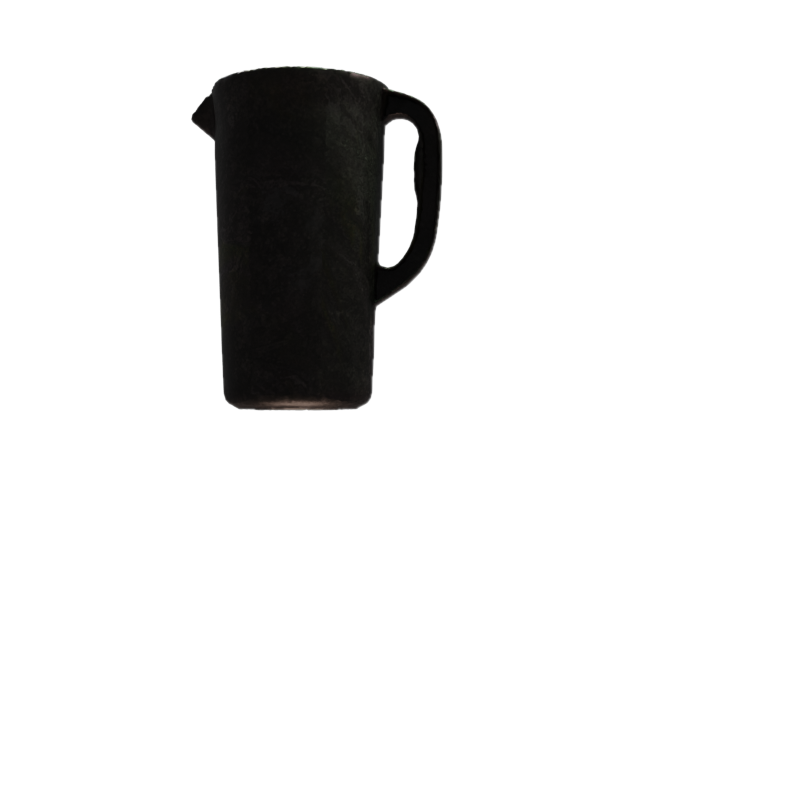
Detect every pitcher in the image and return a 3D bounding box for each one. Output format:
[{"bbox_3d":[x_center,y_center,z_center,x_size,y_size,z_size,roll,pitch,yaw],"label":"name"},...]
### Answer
[{"bbox_3d":[-0.064,-0.116,0.814,0.139,0.247,0.153,3,-6,-38],"label":"pitcher"}]
